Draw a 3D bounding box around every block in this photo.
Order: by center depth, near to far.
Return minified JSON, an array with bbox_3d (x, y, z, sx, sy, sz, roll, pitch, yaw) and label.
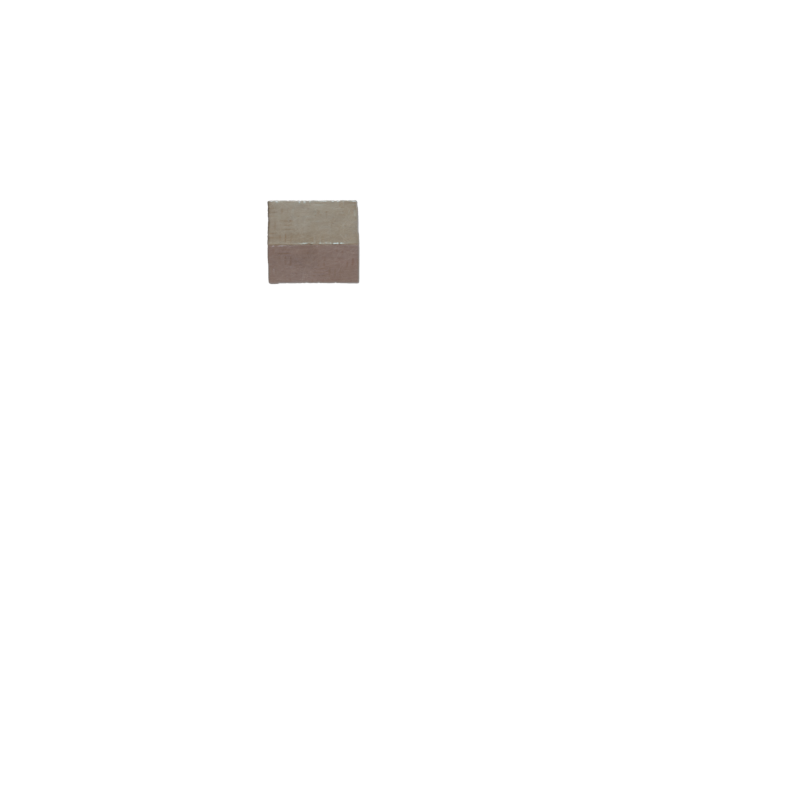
[{"bbox_3d":[-0.073,-0.133,0.931,0.078,0.055,0.049,0,-37,-2],"label":"block"}]
